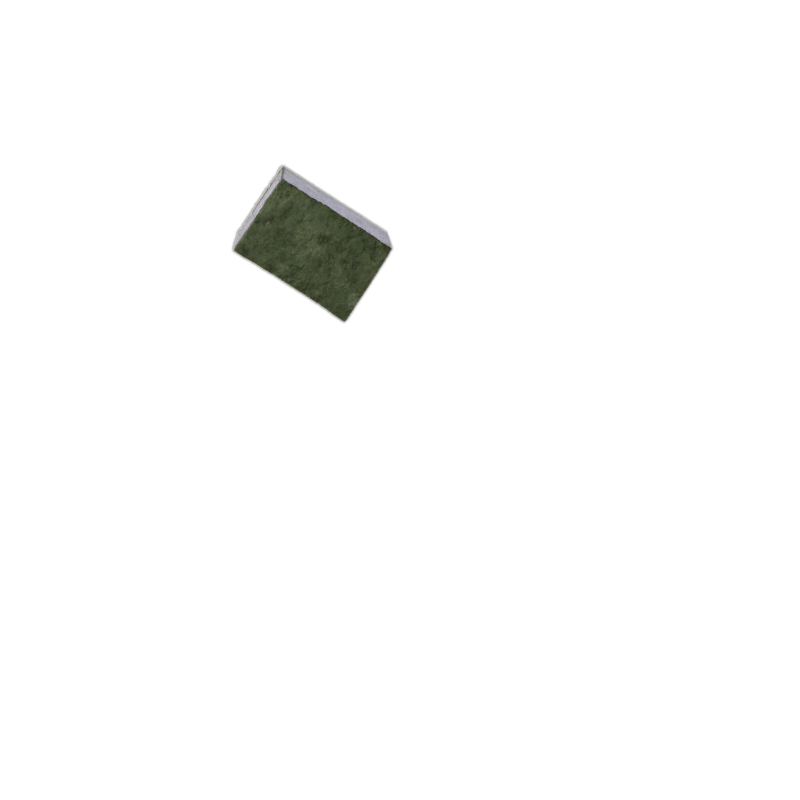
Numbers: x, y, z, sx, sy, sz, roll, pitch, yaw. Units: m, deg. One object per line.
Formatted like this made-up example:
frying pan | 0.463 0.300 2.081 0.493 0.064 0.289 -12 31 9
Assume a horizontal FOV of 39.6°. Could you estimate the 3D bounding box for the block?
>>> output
block | -0.051 -0.093 0.649 0.077 0.052 0.053 33 11 -9
